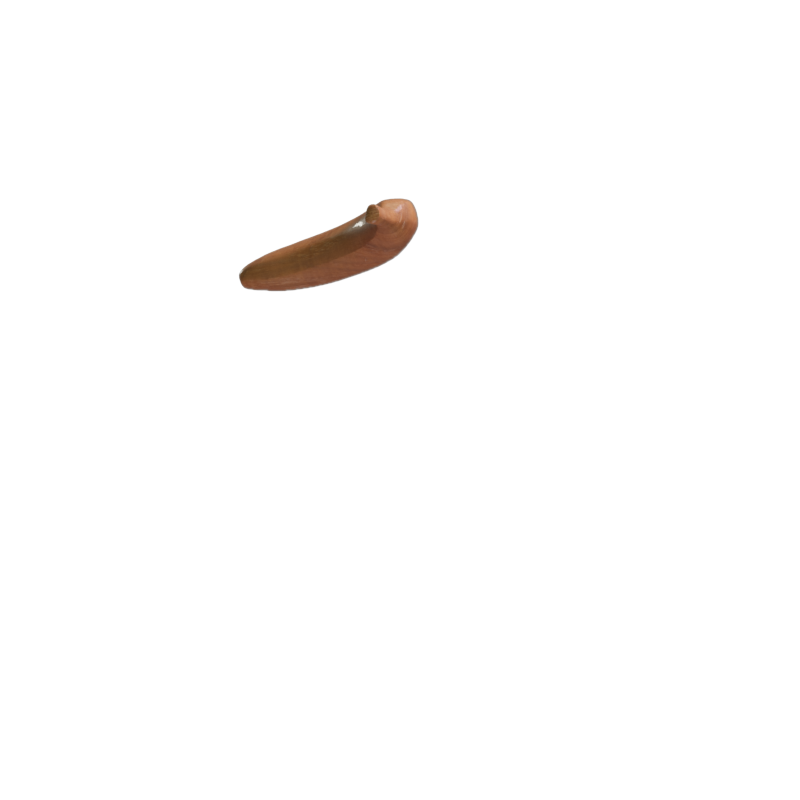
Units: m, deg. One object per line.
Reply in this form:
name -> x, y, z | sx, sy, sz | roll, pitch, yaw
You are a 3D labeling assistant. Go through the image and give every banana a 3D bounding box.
banana -> -0.043, -0.110, 0.785 | 0.067, 0.038, 0.199 | 8, -13, -32
